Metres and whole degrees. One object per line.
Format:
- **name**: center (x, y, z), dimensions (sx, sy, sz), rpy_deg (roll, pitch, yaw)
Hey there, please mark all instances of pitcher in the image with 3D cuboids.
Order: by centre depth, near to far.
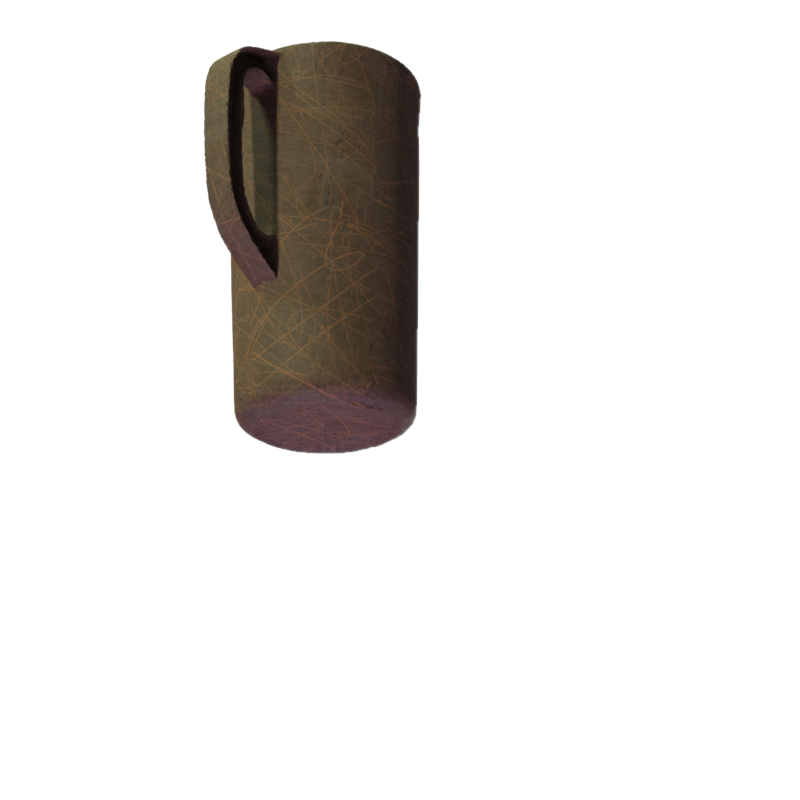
- **pitcher**: center (-0.055, -0.100, 0.700), dimensions (0.147, 0.258, 0.138), rpy_deg (3, -27, -9)
